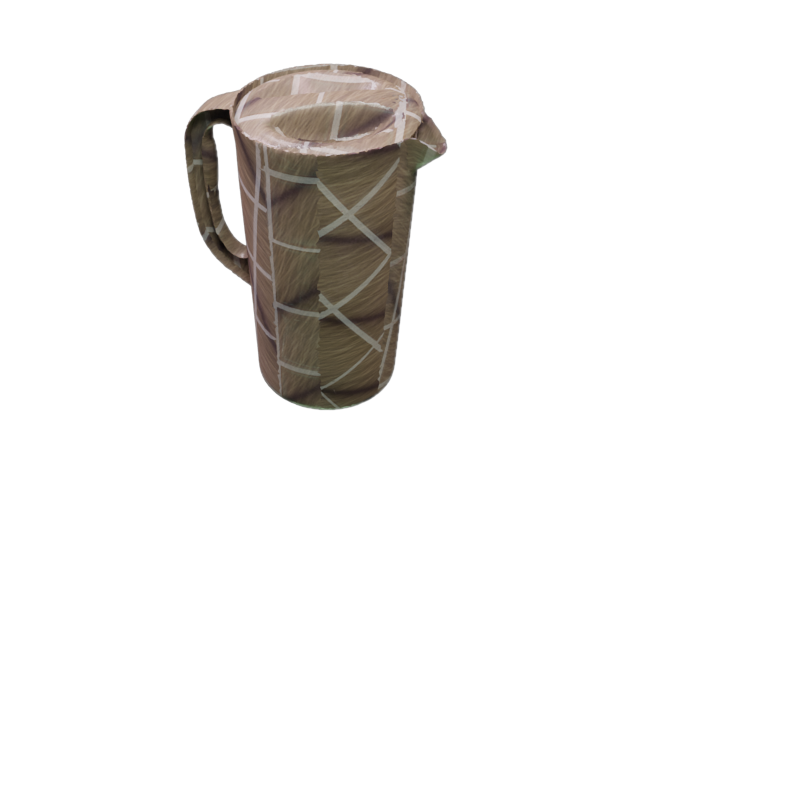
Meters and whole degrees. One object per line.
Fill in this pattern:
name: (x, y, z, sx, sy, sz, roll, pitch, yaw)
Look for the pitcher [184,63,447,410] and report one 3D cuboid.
pitcher: (-0.064, -0.117, 0.817, 0.143, 0.227, 0.161, -18, 42, -24)
